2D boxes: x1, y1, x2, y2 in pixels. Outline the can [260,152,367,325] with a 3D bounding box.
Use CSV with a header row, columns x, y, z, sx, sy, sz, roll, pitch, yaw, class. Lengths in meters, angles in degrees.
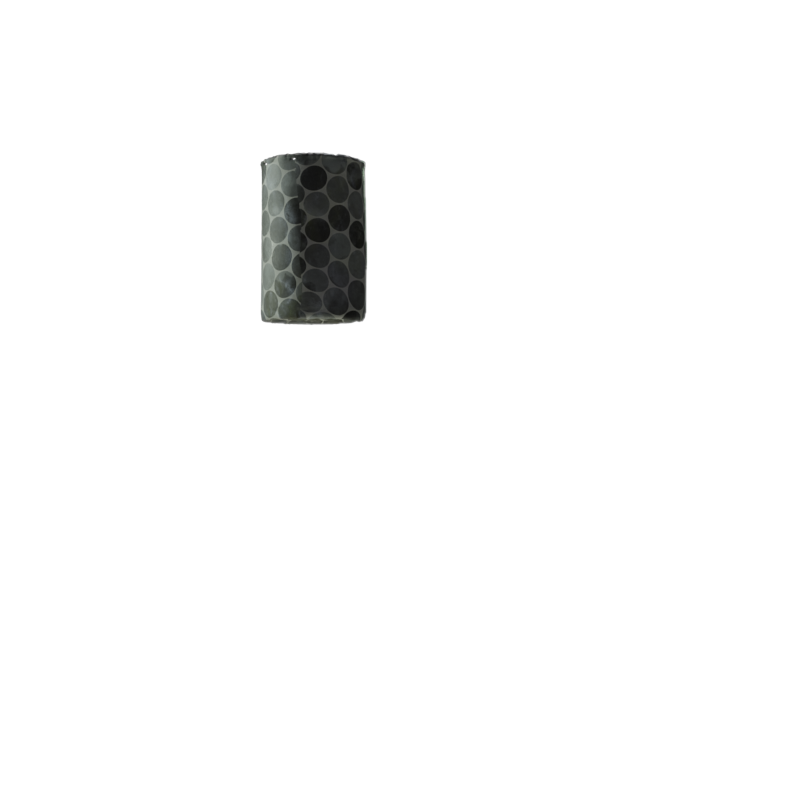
x,y,z,sx,sy,sz,roll,pitch,yaw,class
-0.055,-0.101,0.706,0.068,0.104,0.068,0,-5,-2,can
